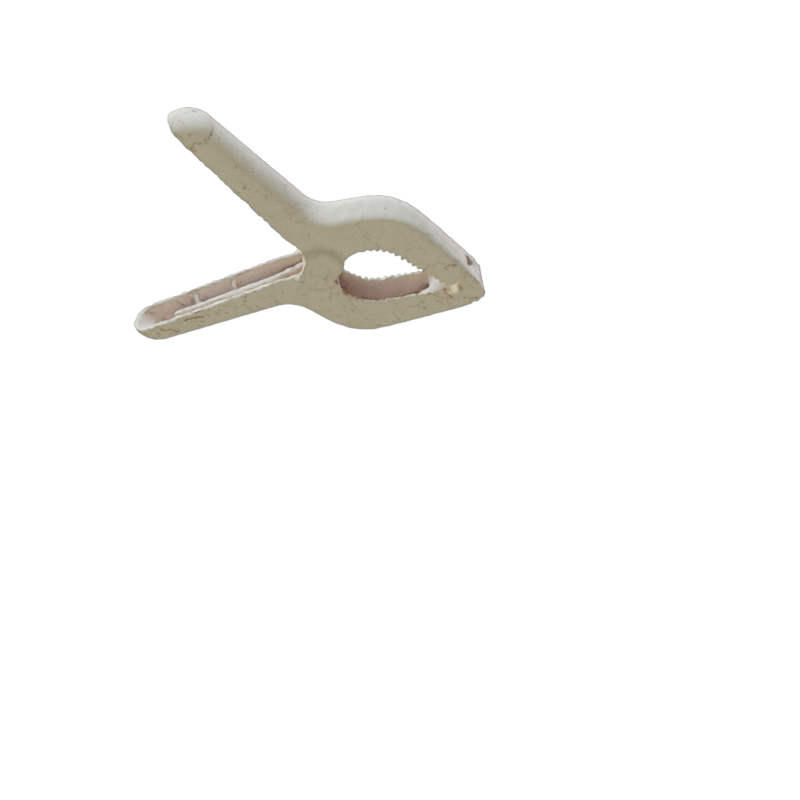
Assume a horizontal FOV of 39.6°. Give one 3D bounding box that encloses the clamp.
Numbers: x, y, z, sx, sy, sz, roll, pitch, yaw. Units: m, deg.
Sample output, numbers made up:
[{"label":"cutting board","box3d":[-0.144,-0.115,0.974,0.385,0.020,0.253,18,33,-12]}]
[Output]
[{"label":"clamp","box3d":[-0.051,-0.093,0.653,0.209,0.154,0.039,5,42,-4]}]
